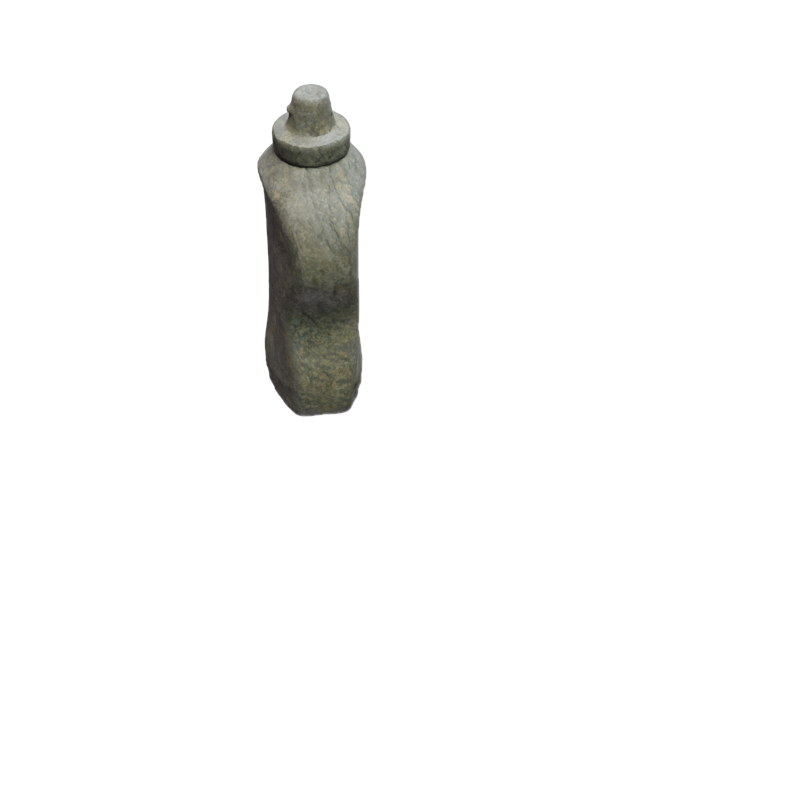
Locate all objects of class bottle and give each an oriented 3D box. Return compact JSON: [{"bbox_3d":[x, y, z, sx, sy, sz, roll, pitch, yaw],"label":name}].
[{"bbox_3d":[-0.049,-0.088,0.620,0.058,0.179,0.104,-3,41,-8],"label":"bottle"}]
